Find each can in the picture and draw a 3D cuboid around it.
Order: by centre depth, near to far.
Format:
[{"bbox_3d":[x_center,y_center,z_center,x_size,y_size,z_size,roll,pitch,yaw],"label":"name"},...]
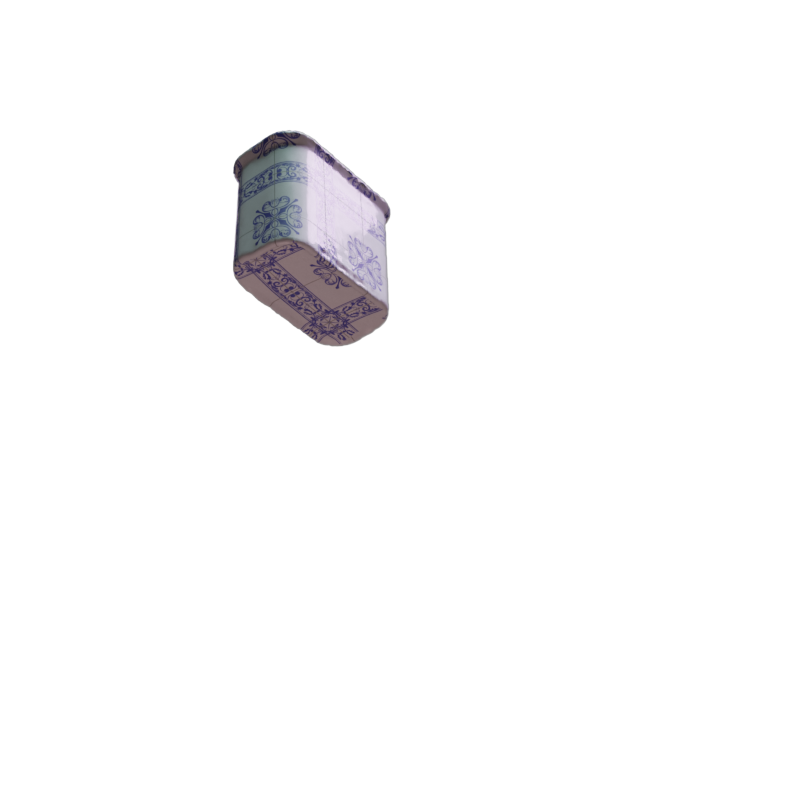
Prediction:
[{"bbox_3d":[-0.050,-0.091,0.640,0.057,0.090,0.095,-29,-46,29],"label":"can"}]
